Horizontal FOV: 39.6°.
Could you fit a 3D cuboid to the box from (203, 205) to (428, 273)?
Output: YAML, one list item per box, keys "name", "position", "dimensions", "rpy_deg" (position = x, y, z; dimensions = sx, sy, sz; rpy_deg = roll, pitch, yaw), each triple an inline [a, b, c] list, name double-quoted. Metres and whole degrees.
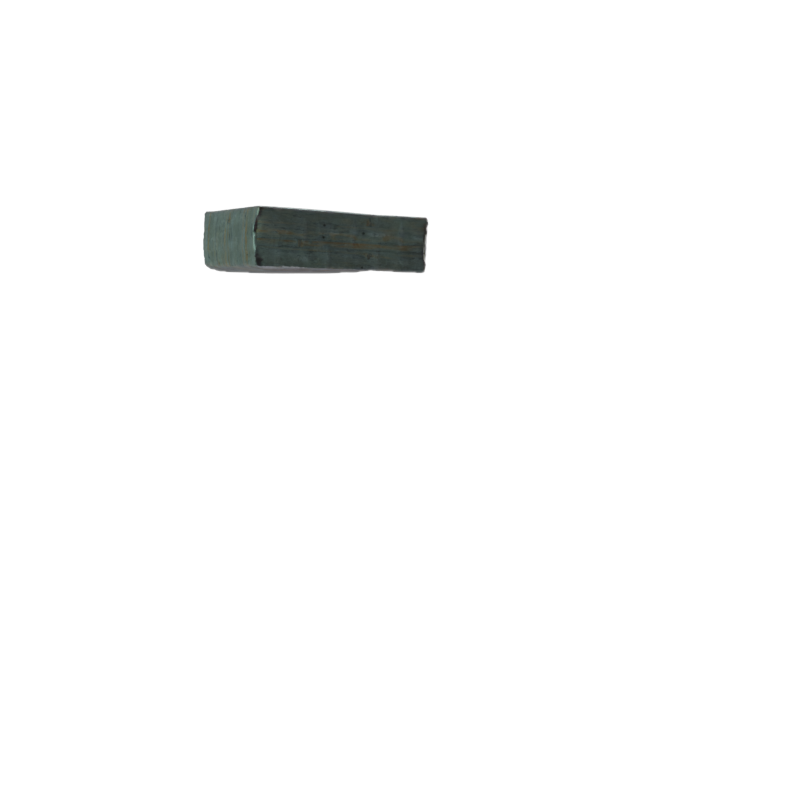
- name: "box"
  position: [-0.053, -0.096, 0.676]
  dimensions: [0.110, 0.039, 0.093]
  rpy_deg: [-3, 6, -27]
